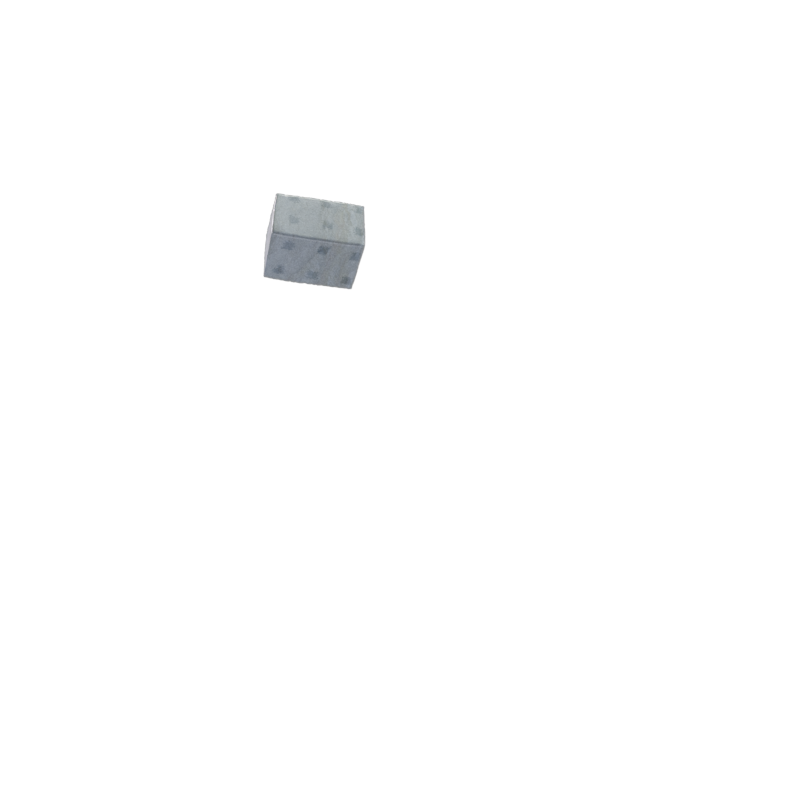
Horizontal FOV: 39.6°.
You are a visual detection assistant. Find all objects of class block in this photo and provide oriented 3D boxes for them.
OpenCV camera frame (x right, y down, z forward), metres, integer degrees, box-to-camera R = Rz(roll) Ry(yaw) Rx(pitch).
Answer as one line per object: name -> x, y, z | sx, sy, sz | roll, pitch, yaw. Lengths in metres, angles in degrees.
block -> -0.072, -0.132, 0.921 | 0.077, 0.055, 0.050 | 8, -45, -9
